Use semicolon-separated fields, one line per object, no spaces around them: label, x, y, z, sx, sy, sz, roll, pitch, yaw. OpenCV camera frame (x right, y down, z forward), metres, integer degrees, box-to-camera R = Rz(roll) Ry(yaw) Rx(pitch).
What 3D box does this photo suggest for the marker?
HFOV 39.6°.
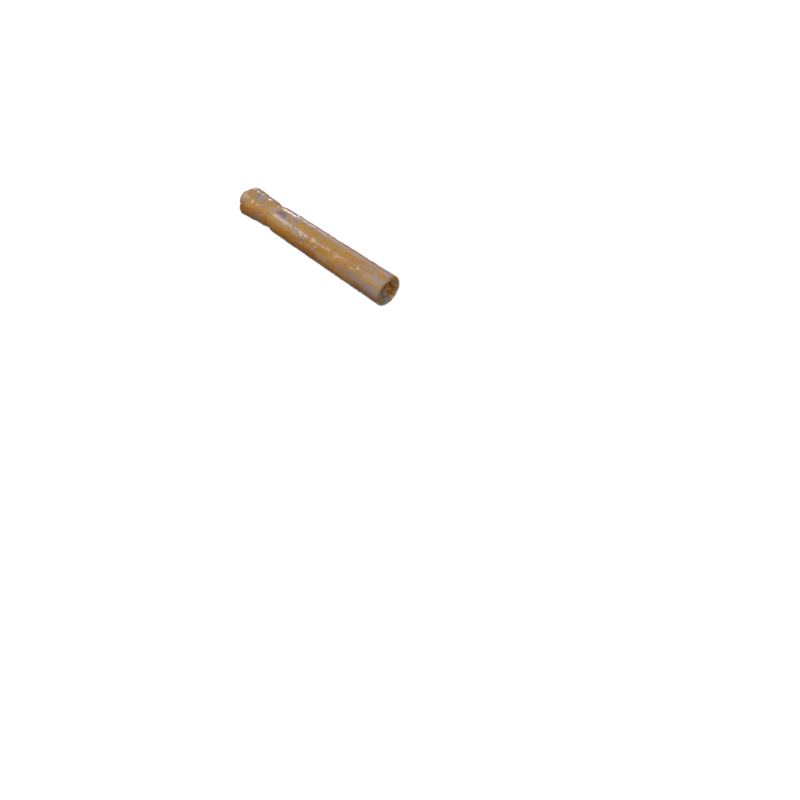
marker;-0.051;-0.092;0.647;0.129;0.019;0.019;36;23;31
